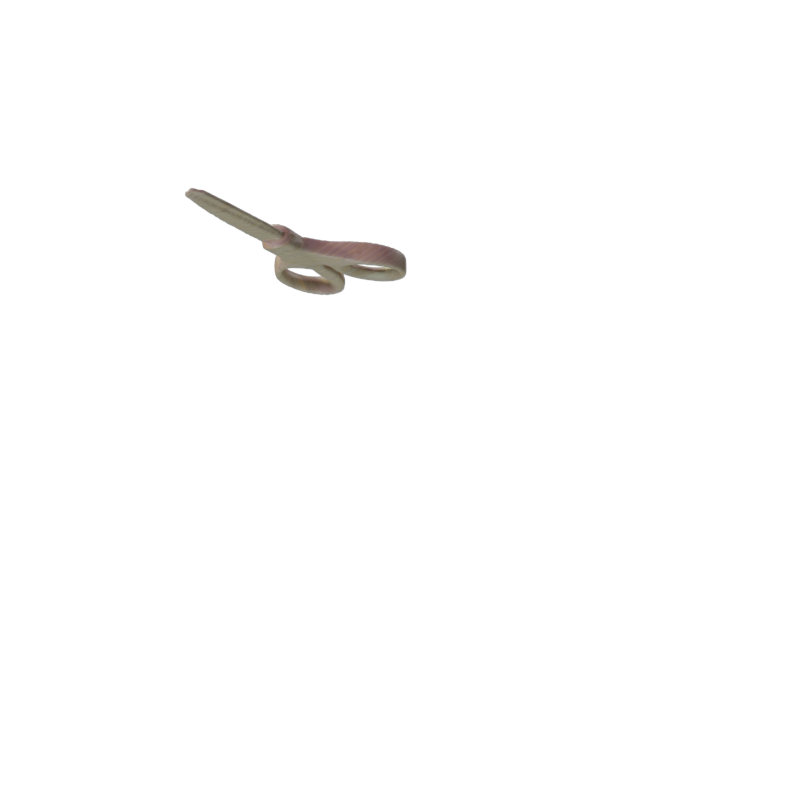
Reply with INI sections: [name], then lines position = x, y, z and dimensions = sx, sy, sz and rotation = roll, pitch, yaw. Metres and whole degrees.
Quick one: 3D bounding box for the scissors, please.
[scissors]
position = -0.052, -0.096, 0.671
dimensions = 0.097, 0.016, 0.193
rotation = -2, -10, 9
